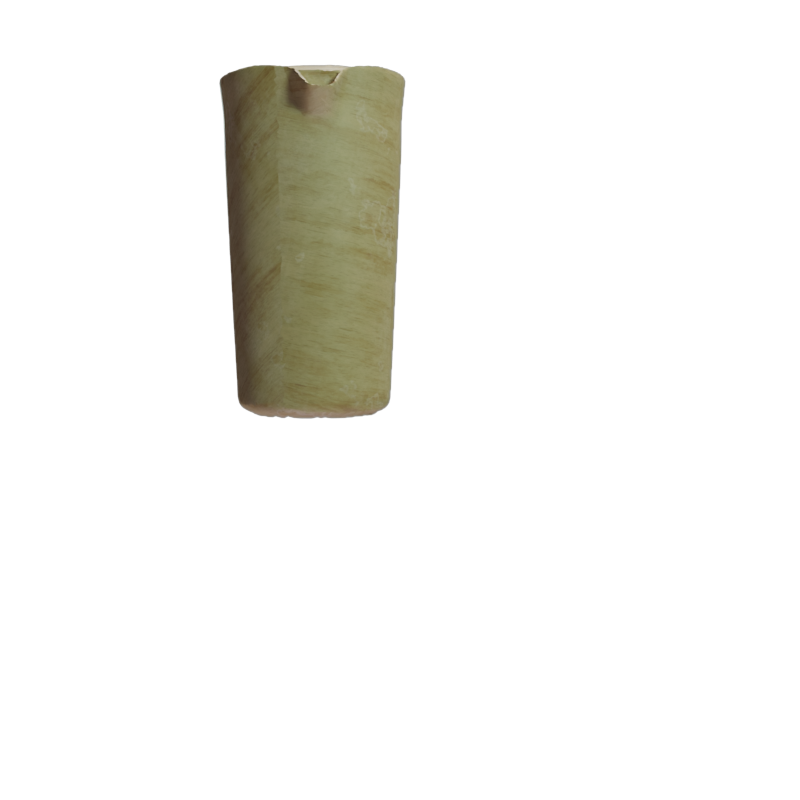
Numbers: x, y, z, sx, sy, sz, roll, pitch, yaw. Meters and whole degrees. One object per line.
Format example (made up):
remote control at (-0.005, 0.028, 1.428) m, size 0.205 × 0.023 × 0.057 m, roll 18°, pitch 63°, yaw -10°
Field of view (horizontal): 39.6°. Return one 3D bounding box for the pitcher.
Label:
pitcher at (-0.063, -0.114, 0.800) m, size 0.150 × 0.245 × 0.143 m, roll -1°, pitch -2°, yaw 38°
